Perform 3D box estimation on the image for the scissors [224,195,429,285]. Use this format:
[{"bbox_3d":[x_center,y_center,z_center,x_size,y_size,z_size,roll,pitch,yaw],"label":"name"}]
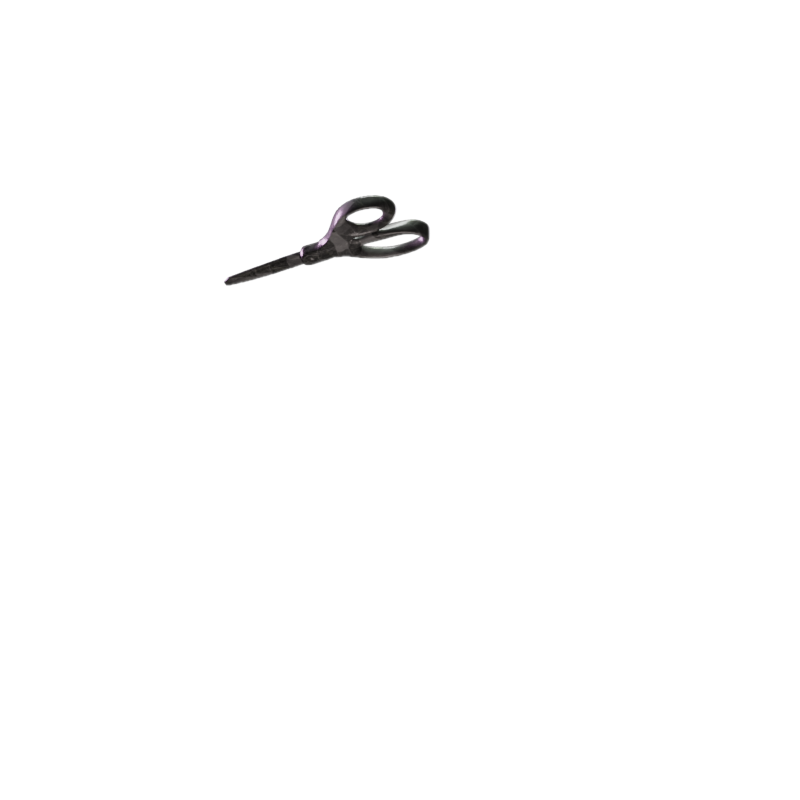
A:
[{"bbox_3d":[-0.076,-0.139,0.973,0.204,0.017,0.089,-7,-27,14],"label":"scissors"}]
